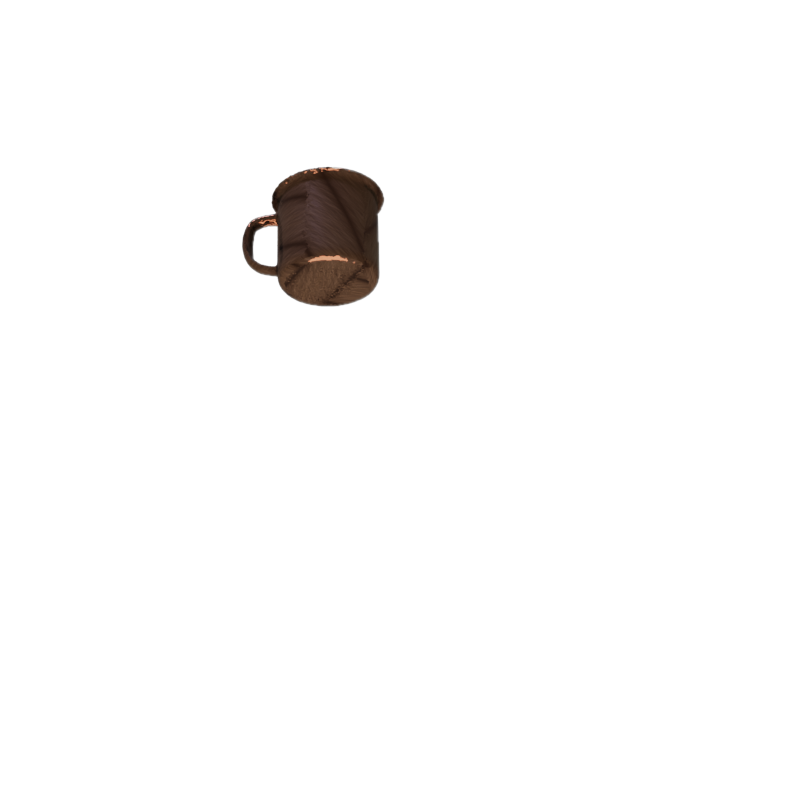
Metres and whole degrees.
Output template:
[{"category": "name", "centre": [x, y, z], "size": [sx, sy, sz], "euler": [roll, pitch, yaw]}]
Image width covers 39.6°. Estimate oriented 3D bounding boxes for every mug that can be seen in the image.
[{"category": "mug", "centre": [-0.070, -0.128, 0.897], "size": [0.118, 0.087, 0.087], "euler": [-3, -29, 4]}]
